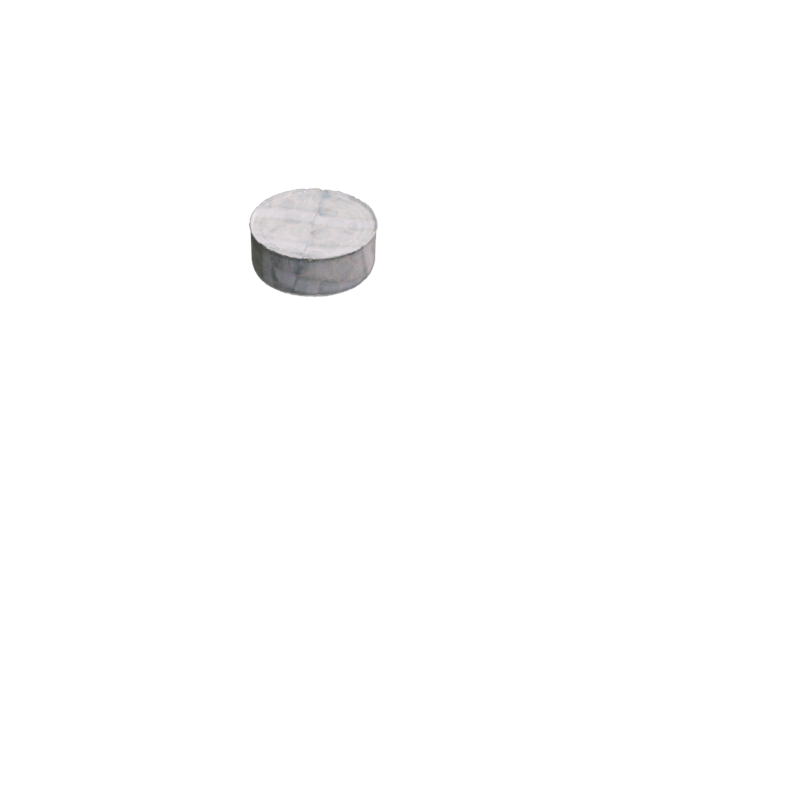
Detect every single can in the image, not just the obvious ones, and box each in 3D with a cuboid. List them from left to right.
[{"bbox_3d":[-0.059,-0.107,0.748,0.086,0.031,0.092,-1,39,-2],"label":"can"}]
